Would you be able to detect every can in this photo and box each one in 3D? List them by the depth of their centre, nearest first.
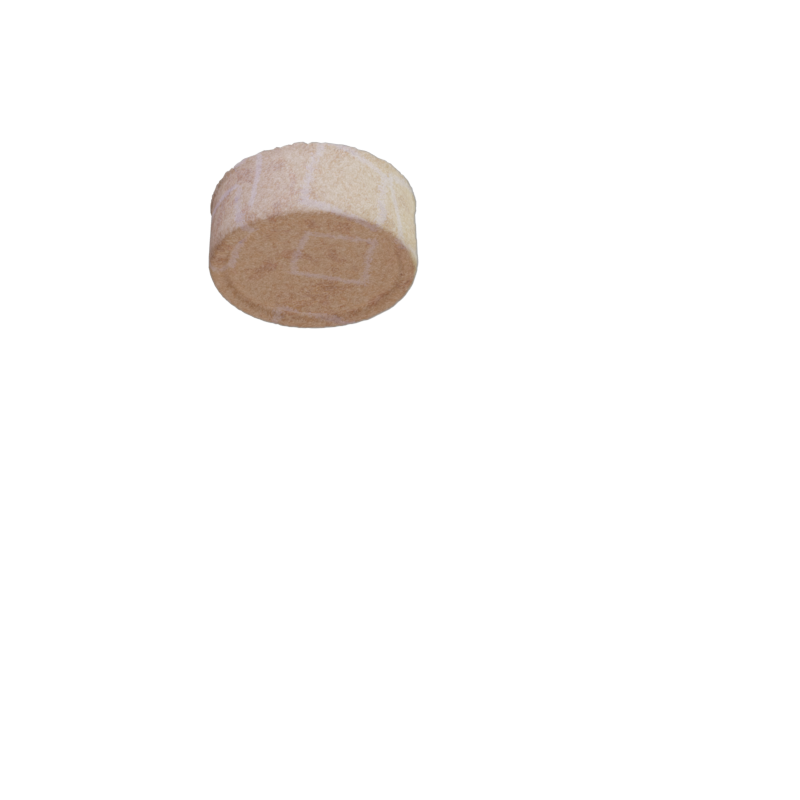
[{"bbox_3d":[-0.035,-0.065,0.453,0.086,0.036,0.080,1,-31,-2],"label":"can"}]
